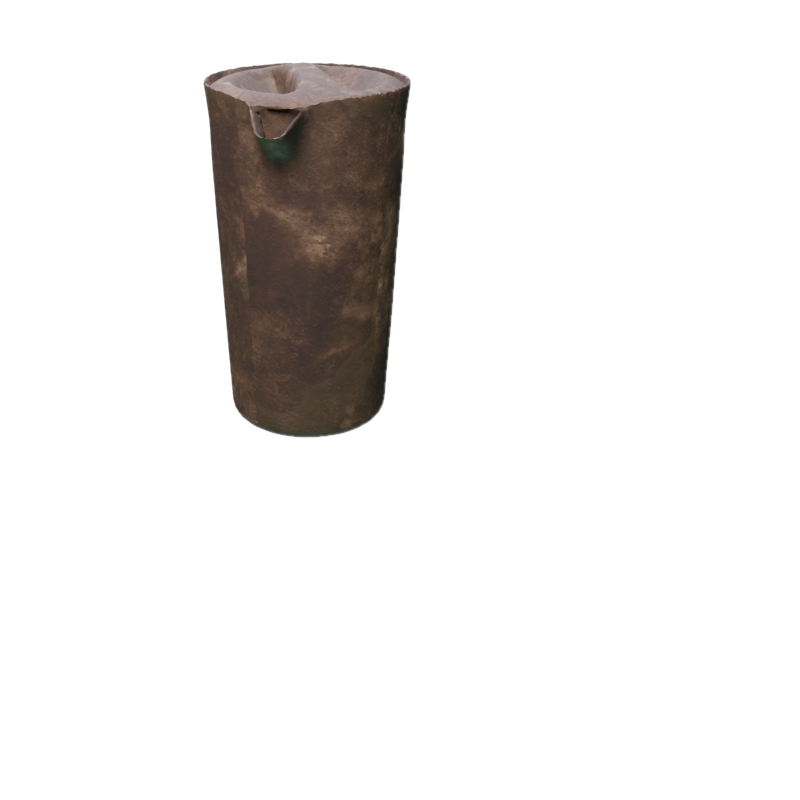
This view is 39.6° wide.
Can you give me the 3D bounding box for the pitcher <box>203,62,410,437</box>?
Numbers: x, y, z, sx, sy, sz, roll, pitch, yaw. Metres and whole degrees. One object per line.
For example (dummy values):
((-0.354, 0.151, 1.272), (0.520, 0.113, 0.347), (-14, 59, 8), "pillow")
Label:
((-0.060, -0.109, 0.761), (0.146, 0.232, 0.155), (-13, 26, -31), "pitcher")
